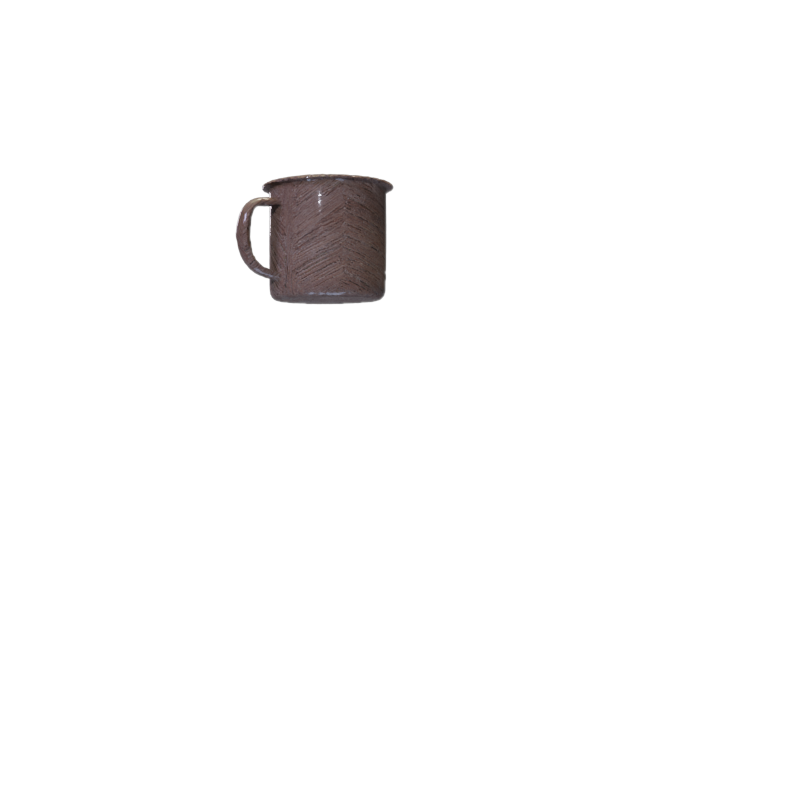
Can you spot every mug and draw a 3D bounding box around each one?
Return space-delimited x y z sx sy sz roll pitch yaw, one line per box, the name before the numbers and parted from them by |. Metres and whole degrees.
mug | -0.061 -0.110 0.773 0.112 0.083 0.096 1 -3 -36
